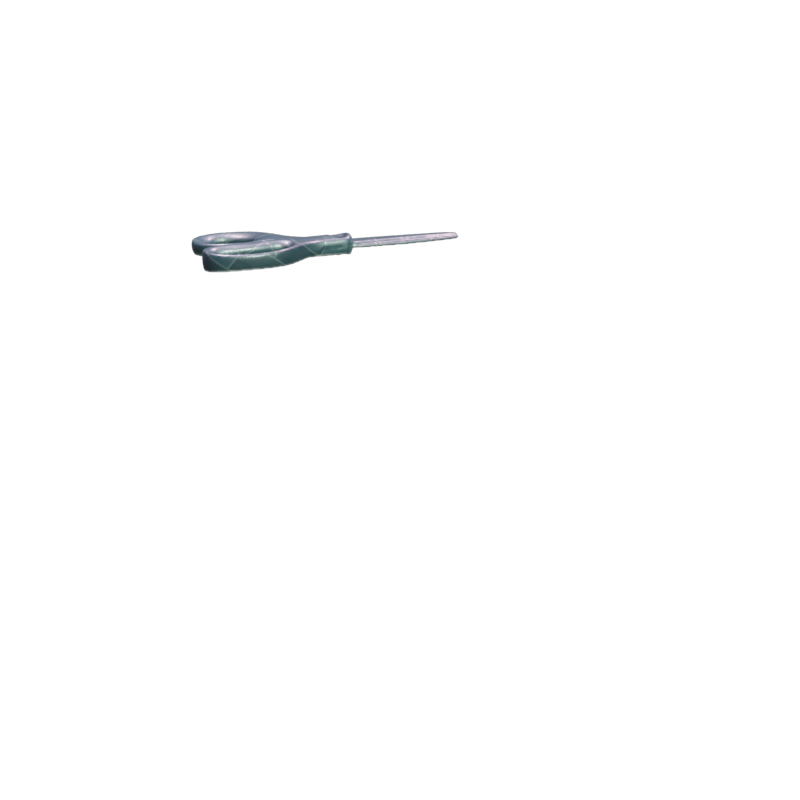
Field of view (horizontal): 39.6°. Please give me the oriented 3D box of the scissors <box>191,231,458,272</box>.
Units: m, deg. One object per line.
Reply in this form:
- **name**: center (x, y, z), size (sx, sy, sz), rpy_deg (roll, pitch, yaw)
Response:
- **scissors**: center (-0.063, -0.115, 0.805), size (0.197, 0.015, 0.102), rpy_deg (-14, 23, -38)
